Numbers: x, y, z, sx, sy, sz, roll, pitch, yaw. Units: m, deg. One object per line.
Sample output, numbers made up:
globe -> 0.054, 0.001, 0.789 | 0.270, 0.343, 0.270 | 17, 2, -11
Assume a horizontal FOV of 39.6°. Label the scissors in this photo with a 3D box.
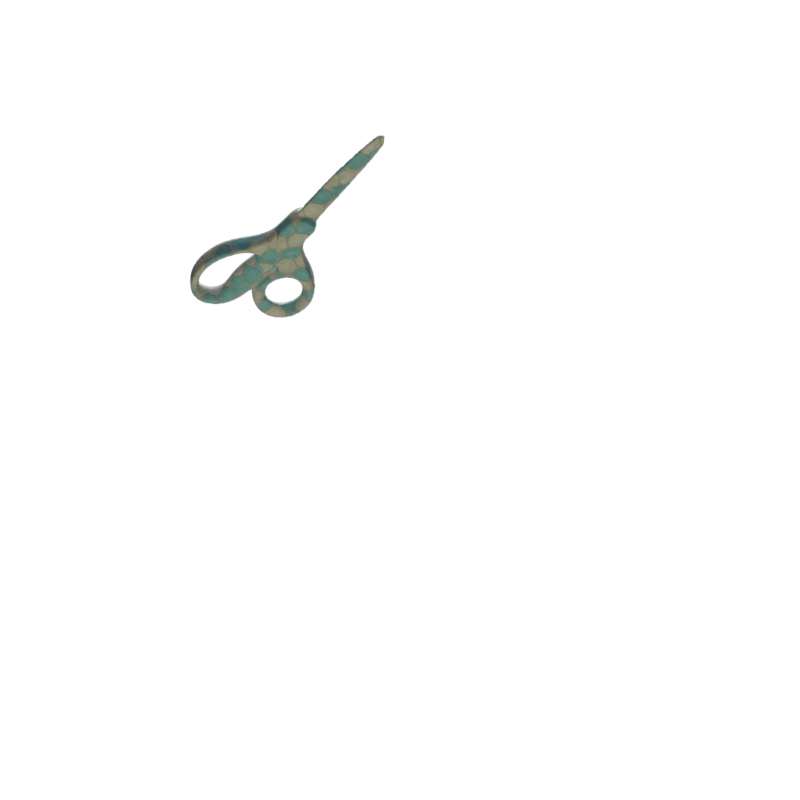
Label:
scissors -> -0.059, -0.107, 0.750 | 0.202, 0.017, 0.090 | -25, -41, 33
